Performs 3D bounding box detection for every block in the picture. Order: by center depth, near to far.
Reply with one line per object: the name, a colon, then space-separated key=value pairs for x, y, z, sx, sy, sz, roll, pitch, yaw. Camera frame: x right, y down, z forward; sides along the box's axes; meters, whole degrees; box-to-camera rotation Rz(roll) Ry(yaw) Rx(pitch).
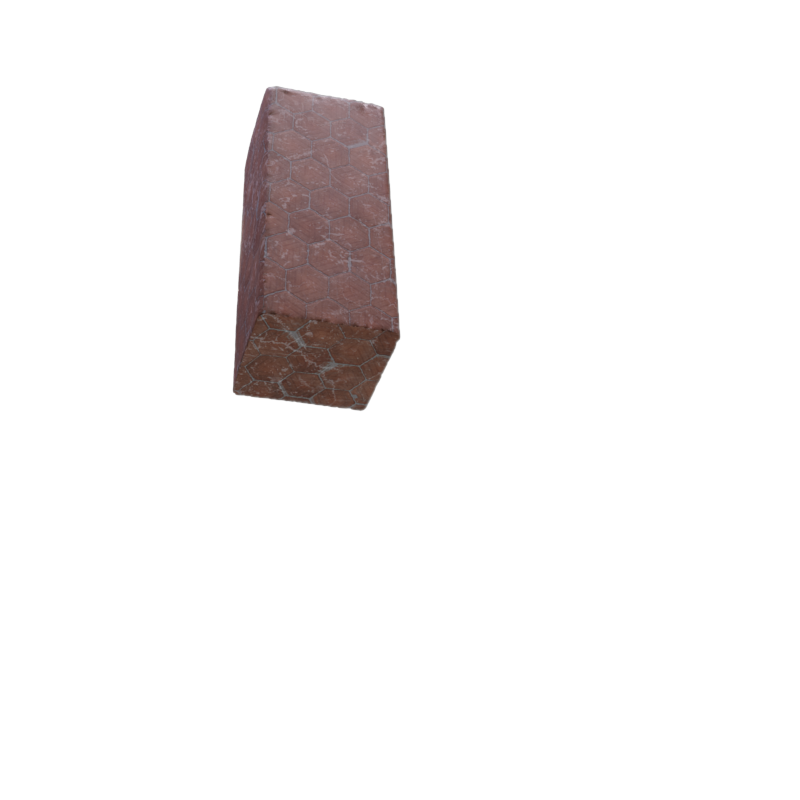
block: x=-0.059 y=-0.109 z=0.758 sx=0.089 sy=0.221 sz=0.086 roll=8 pitch=-40 yaw=-13
